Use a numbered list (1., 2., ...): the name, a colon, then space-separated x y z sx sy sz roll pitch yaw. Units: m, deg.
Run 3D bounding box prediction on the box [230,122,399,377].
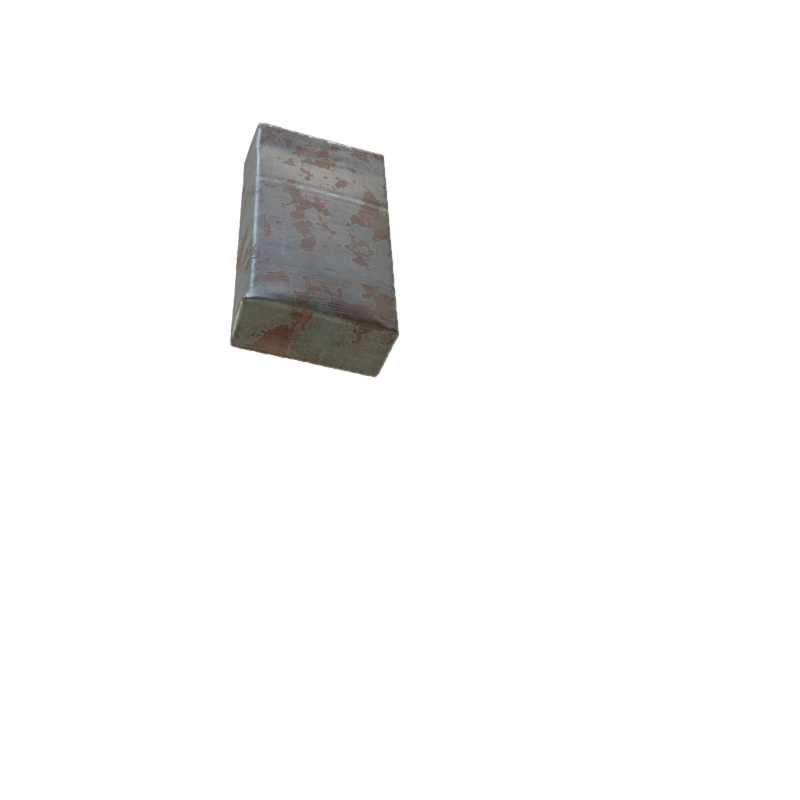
1. box: -0.055 -0.099 0.697 0.091 0.046 0.189 12 40 -14
